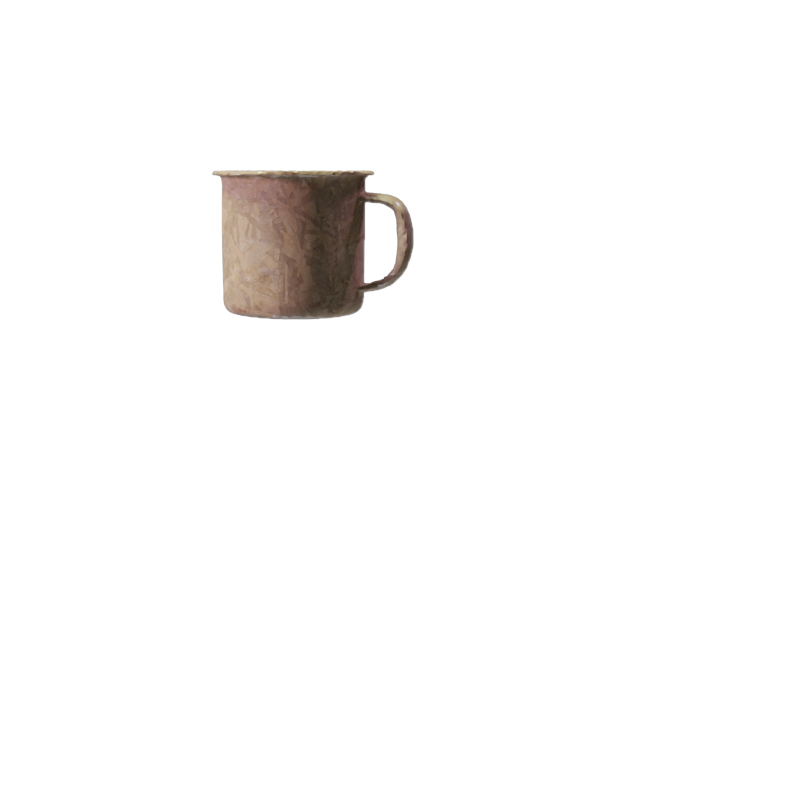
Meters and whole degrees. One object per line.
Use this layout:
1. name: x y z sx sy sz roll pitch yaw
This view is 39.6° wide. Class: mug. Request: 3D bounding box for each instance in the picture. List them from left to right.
1. mug: -0.050 -0.091 0.634 0.120 0.080 0.093 3 8 15
